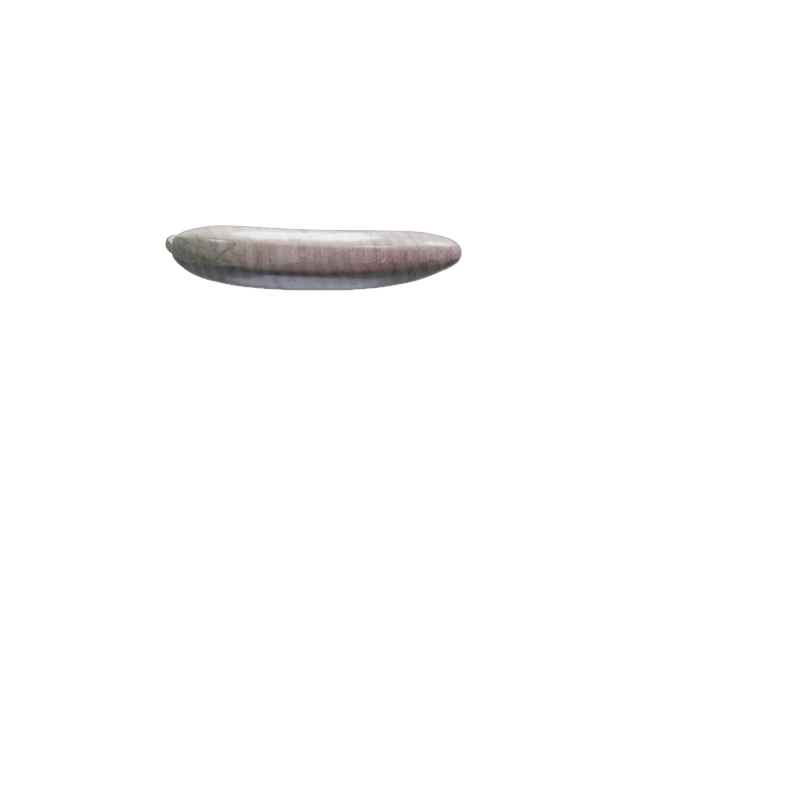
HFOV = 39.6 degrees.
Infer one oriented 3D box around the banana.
[{"bbox_3d":[-0.062,-0.094,0.699,0.200,0.035,0.072,5,27,8],"label":"banana"}]
